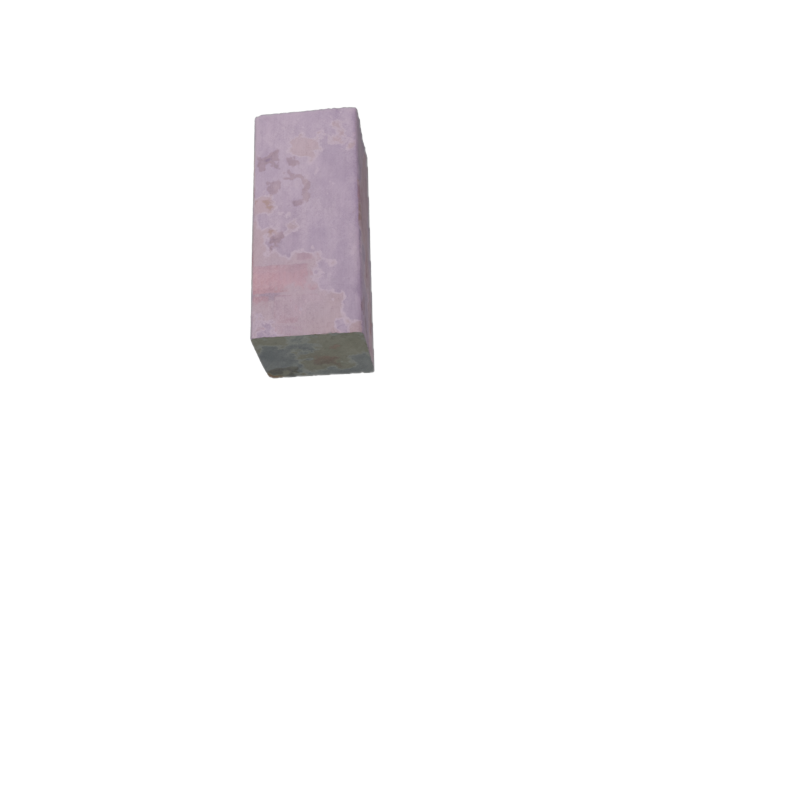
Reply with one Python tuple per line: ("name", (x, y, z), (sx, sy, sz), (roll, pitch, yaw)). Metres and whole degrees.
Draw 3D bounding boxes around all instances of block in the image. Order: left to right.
("block", (-0.073, -0.133, 0.929), (0.091, 0.218, 0.084), (-4, -26, 5))
